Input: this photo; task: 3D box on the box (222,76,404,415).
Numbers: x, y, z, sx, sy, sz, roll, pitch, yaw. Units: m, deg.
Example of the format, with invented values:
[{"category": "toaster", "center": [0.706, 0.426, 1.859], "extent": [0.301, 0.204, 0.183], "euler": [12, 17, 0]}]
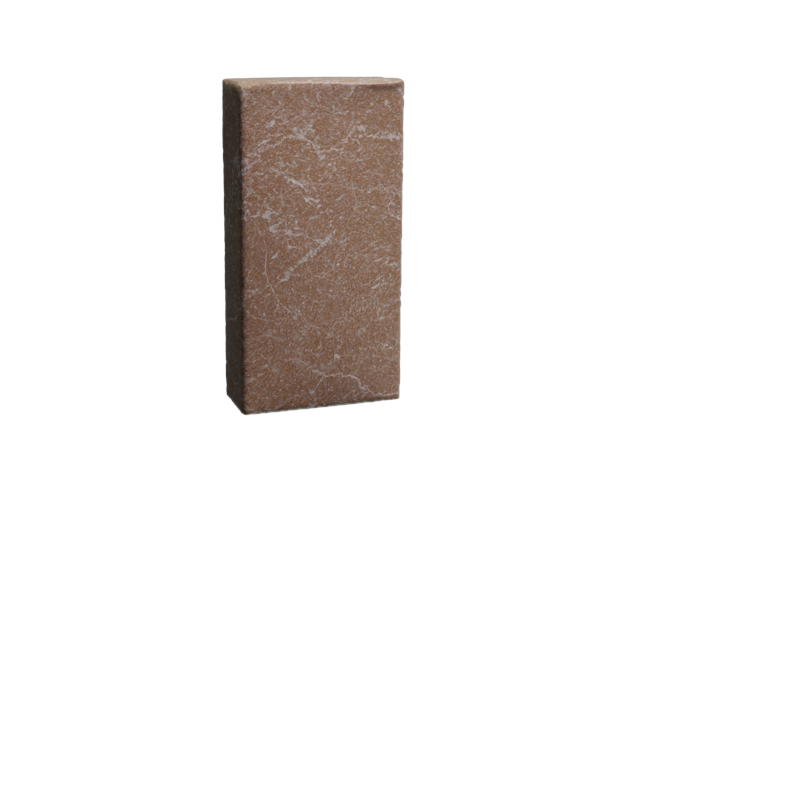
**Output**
[{"category": "box", "center": [-0.047, -0.086, 0.600], "extent": [0.091, 0.171, 0.051], "euler": [-4, 15, -19]}]
